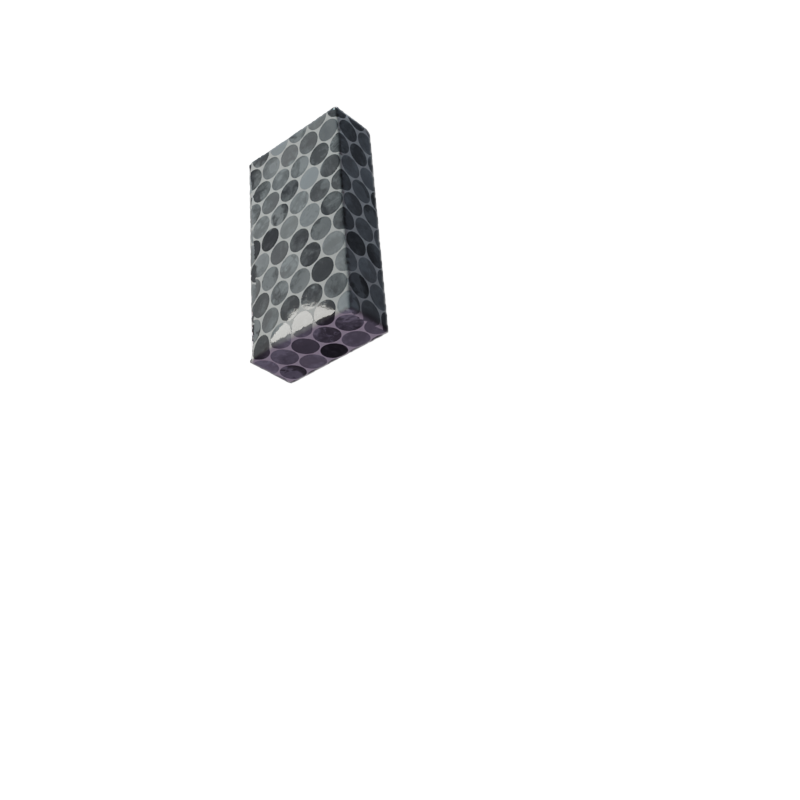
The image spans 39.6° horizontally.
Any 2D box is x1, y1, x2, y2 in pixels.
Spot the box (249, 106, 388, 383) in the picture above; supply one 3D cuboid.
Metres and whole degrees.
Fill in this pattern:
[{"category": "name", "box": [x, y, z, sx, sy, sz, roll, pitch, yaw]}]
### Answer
[{"category": "box", "box": [-0.060, -0.110, 0.771, 0.093, 0.189, 0.045, -28, -42, 31]}]
